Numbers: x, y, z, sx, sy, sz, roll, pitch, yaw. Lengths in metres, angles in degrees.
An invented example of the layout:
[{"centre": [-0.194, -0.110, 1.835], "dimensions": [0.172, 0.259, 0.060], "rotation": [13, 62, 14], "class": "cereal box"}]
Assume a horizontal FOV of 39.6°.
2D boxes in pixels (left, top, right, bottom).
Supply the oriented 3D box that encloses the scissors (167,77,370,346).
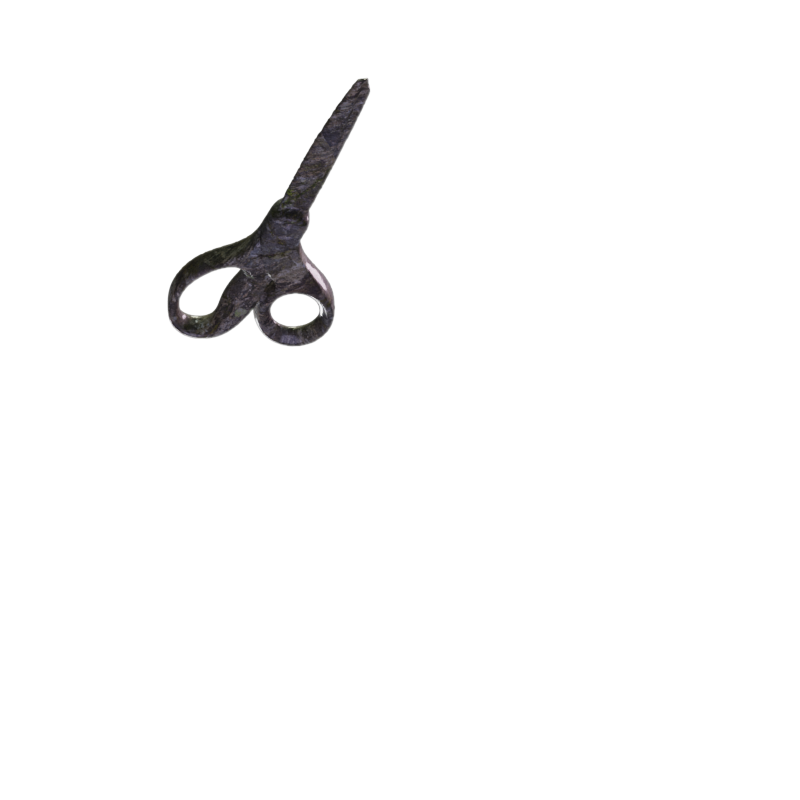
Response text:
[{"centre": [-0.042, -0.077, 0.542], "dimensions": [0.091, 0.017, 0.199], "rotation": [23, -39, -32], "class": "scissors"}]
